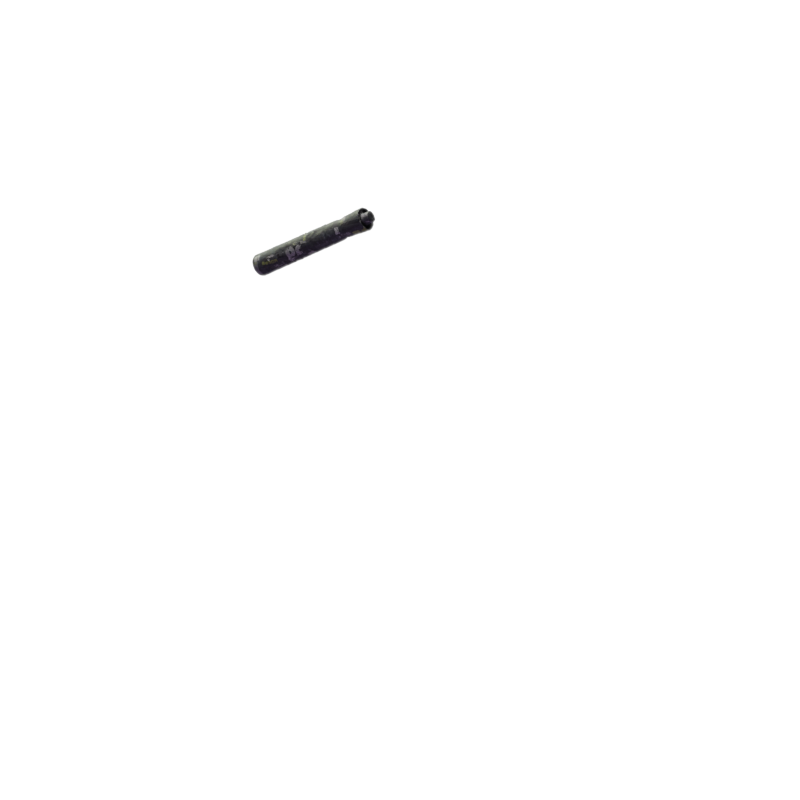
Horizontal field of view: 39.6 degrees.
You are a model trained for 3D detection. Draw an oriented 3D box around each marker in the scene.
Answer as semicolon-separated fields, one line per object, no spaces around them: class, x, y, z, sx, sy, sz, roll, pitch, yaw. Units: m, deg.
marker;-0.069;-0.127;0.888;0.122;0.020;0.019;-17;-7;36
